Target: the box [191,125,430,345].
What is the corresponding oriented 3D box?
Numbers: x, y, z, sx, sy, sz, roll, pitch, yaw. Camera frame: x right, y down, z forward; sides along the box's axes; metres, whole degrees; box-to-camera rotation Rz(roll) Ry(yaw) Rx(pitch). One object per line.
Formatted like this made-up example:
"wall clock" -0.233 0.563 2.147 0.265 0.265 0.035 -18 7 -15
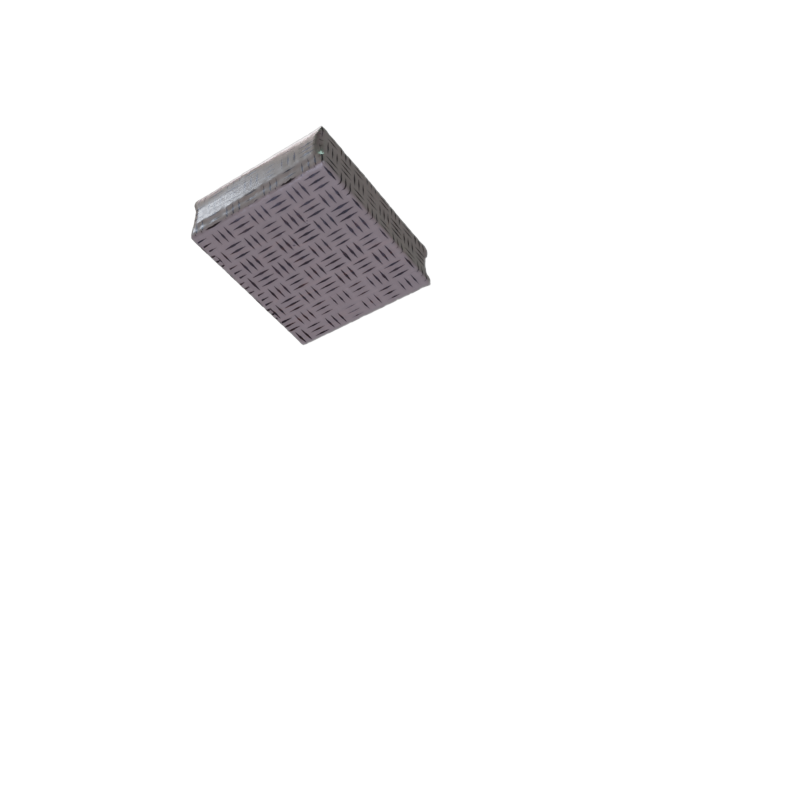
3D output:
"box" -0.040 -0.073 0.509 0.073 0.032 0.083 -27 -51 23
